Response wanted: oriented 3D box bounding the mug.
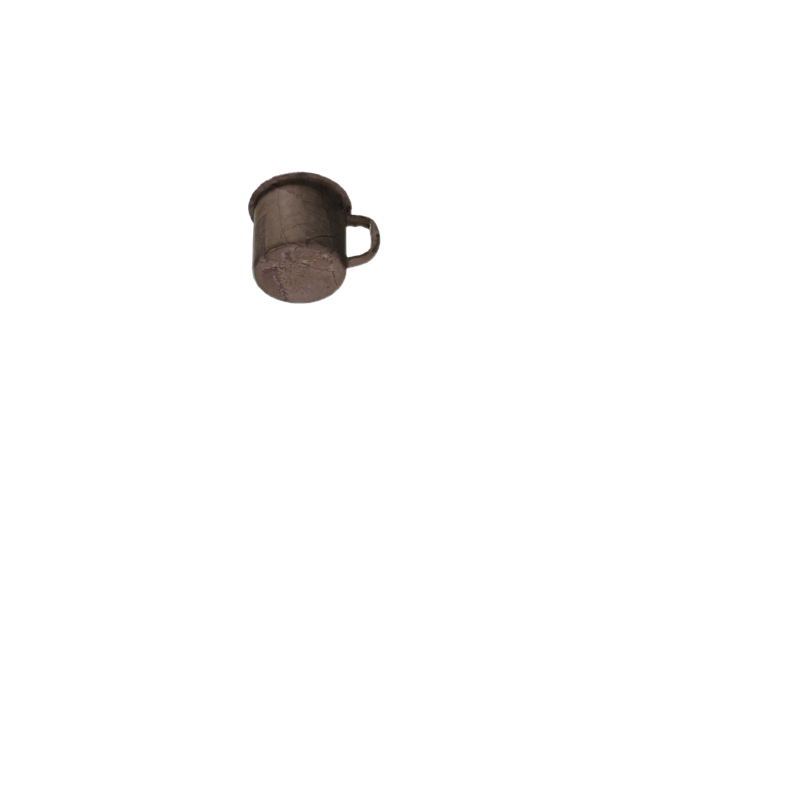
[{"bbox_3d":[-0.076,-0.138,0.969,0.117,0.087,0.087,1,-38,-3],"label":"mug"}]
